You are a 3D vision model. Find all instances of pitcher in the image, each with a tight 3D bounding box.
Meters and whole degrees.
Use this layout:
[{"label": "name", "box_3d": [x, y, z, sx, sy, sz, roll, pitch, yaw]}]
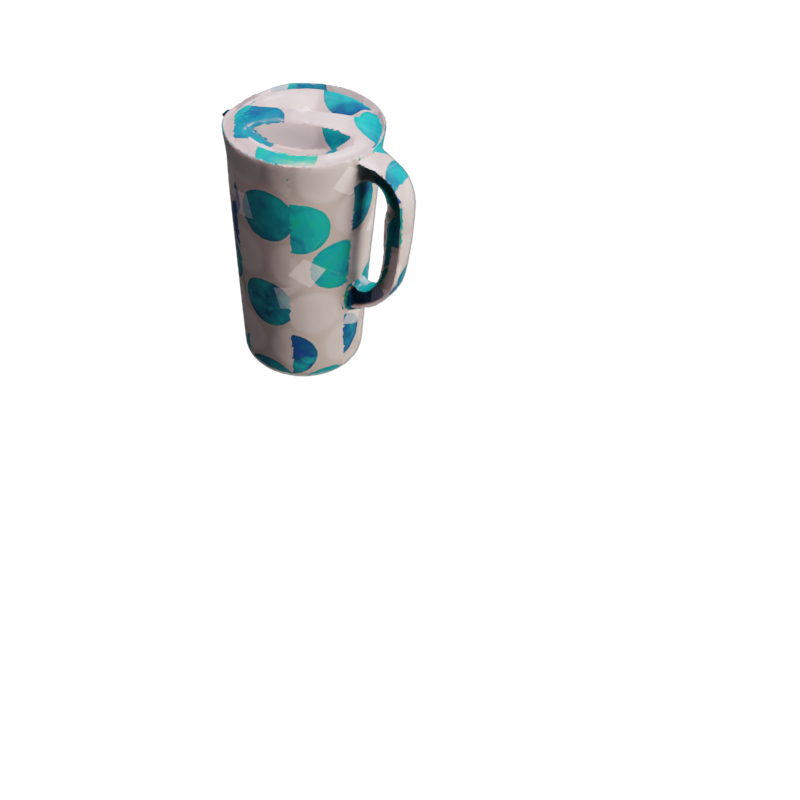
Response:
[{"label": "pitcher", "box_3d": [-0.075, -0.136, 0.953, 0.144, 0.227, 0.161, -5, 41, -9]}]
